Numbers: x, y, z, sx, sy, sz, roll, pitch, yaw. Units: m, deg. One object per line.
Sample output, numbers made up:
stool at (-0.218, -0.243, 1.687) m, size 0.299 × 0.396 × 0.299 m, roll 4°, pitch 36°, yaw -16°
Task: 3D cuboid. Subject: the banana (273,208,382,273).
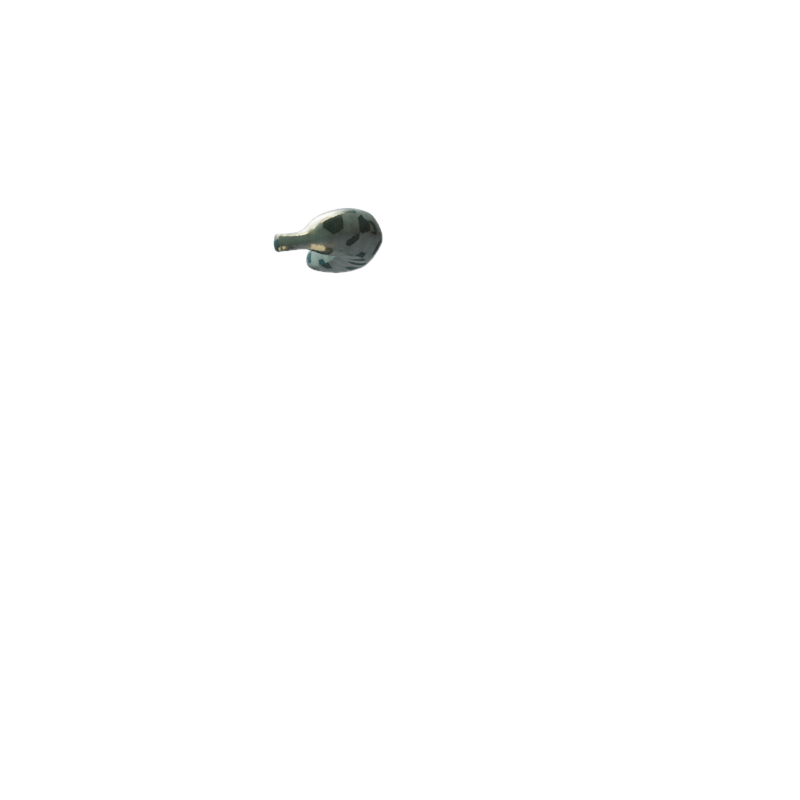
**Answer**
banana at (-0.047, -0.119, 0.829) m, size 0.070 × 0.037 × 0.195 m, roll 0°, pitch 1°, yaw 3°
